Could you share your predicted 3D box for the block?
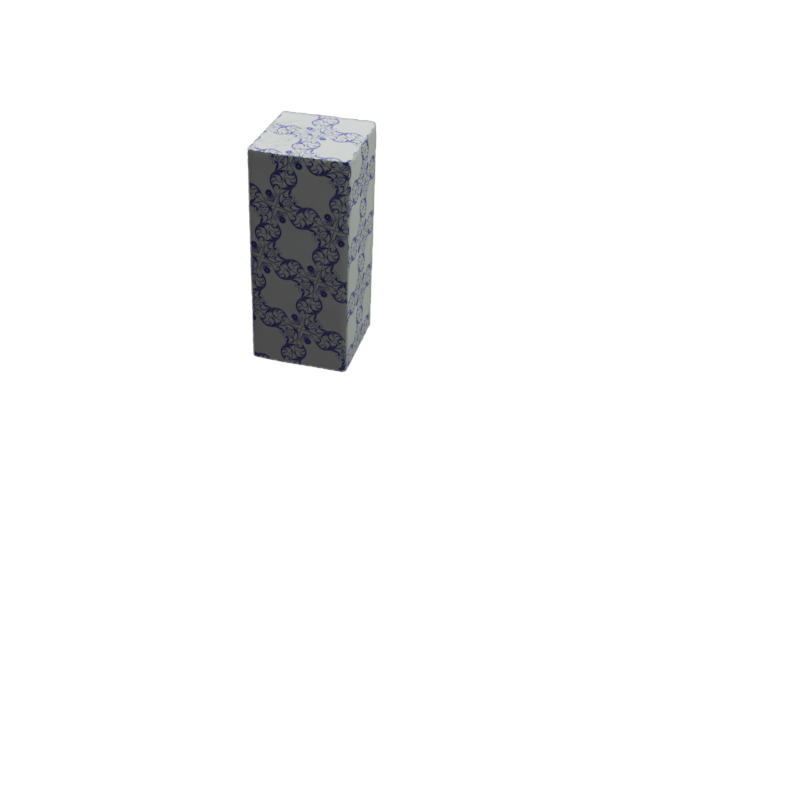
[{"bbox_3d":[-0.076,-0.140,0.981,0.092,0.194,0.094,10,32,13],"label":"block"}]
